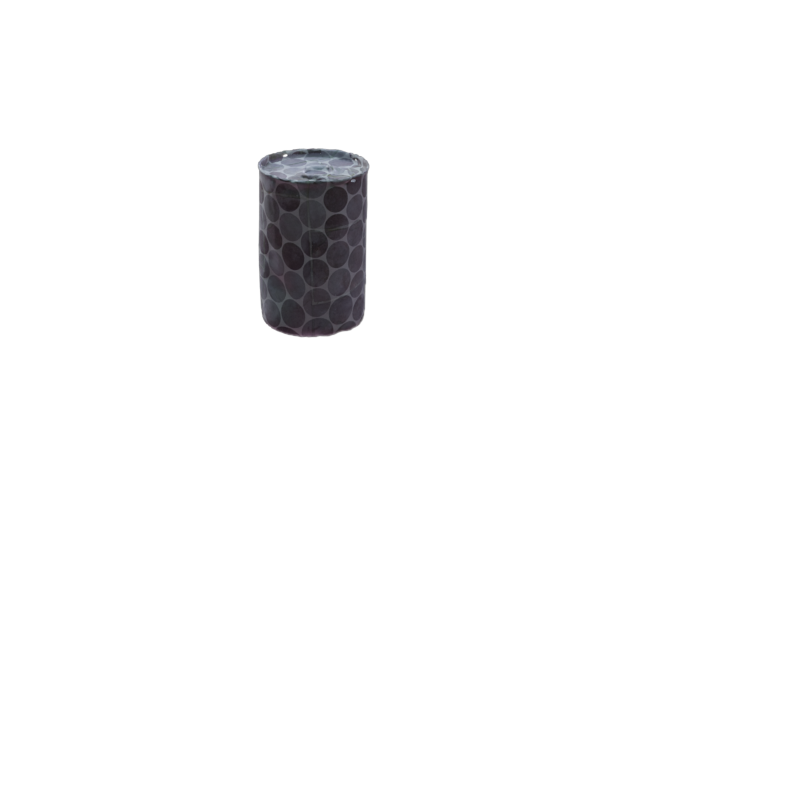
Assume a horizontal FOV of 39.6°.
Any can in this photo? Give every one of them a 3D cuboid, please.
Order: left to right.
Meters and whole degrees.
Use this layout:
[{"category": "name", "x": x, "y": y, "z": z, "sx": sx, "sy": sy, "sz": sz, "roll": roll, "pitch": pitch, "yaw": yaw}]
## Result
[{"category": "can", "x": -0.054, "y": -0.098, "z": 0.689, "sx": 0.068, "sy": 0.097, "sz": 0.072, "roll": 0, "pitch": 24, "yaw": -2}]
